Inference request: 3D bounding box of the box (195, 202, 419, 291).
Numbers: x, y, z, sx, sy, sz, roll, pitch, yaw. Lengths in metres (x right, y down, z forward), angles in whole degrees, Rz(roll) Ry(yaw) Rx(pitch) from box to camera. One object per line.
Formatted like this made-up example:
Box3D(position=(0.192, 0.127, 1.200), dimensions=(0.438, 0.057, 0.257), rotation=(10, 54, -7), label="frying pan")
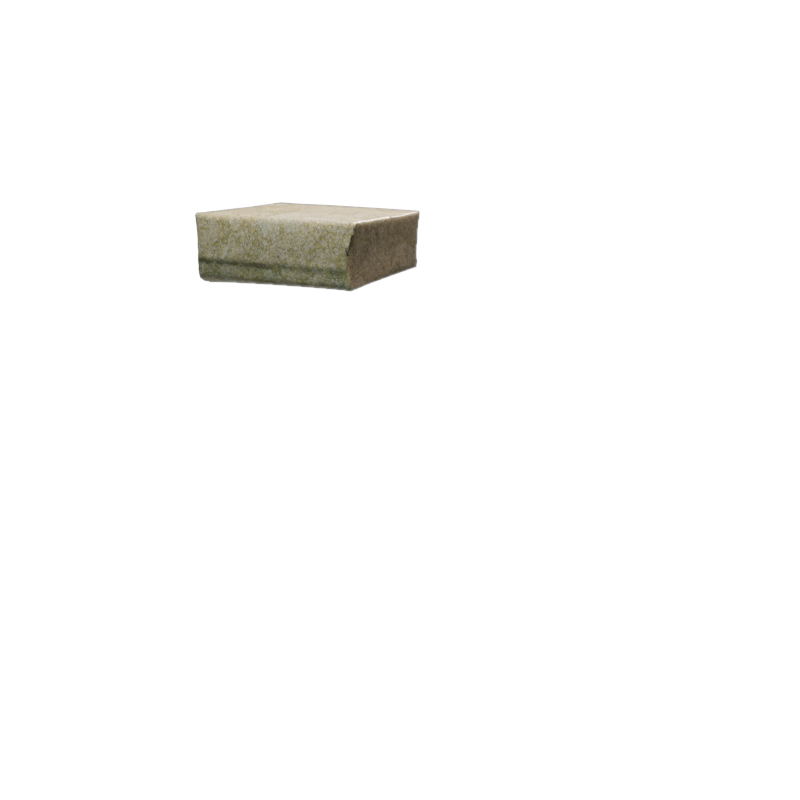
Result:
Box3D(position=(-0.048, -0.087, 0.610), dimensions=(0.092, 0.038, 0.113), rotation=(5, 15, 19), label="box")
